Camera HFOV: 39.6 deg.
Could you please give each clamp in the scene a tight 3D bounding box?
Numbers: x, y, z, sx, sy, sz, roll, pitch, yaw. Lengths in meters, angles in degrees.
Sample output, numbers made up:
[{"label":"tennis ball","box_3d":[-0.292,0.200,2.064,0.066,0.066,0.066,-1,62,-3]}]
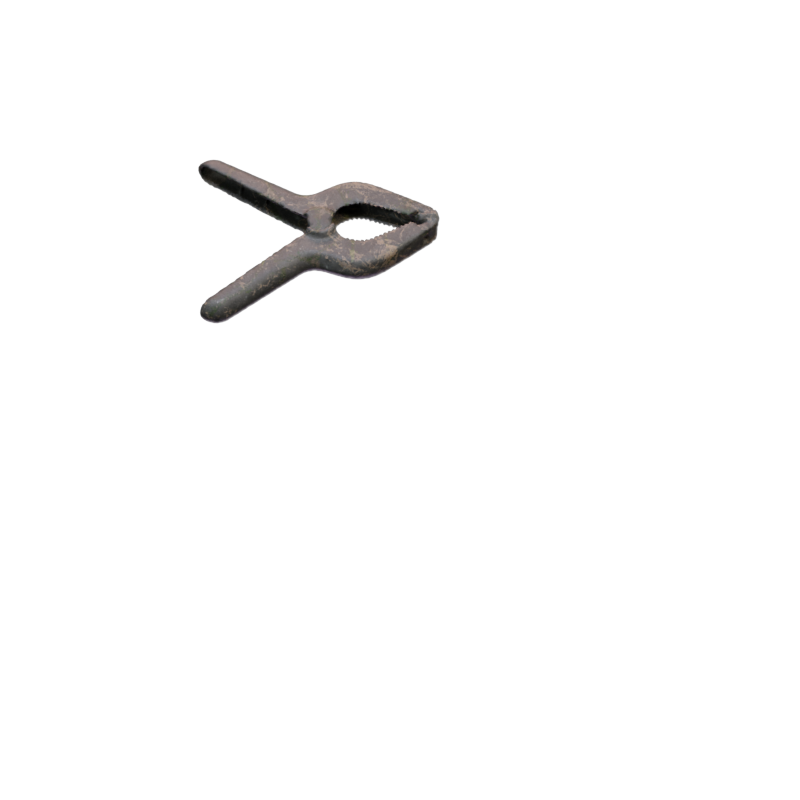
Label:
[{"label":"clamp","box_3d":[-0.073,-0.133,0.931,0.210,0.175,0.034,1,-33,1]}]
